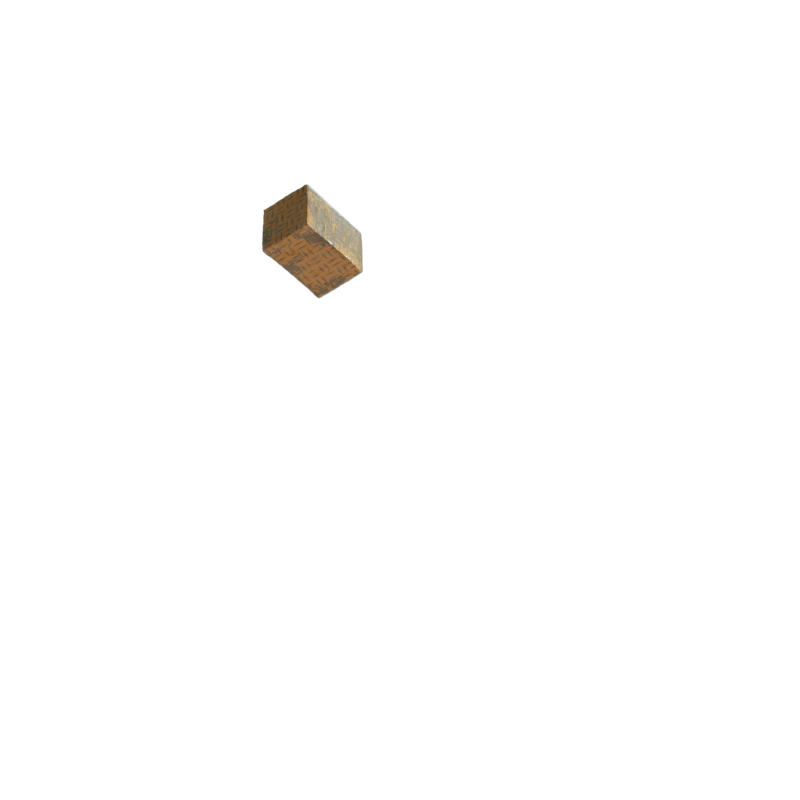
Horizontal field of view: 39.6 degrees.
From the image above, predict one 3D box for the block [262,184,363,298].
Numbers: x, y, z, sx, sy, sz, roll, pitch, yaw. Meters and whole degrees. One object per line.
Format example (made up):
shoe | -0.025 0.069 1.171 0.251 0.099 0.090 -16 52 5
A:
block | -0.075 -0.137 0.963 0.053 0.055 0.073 -29 -49 26
